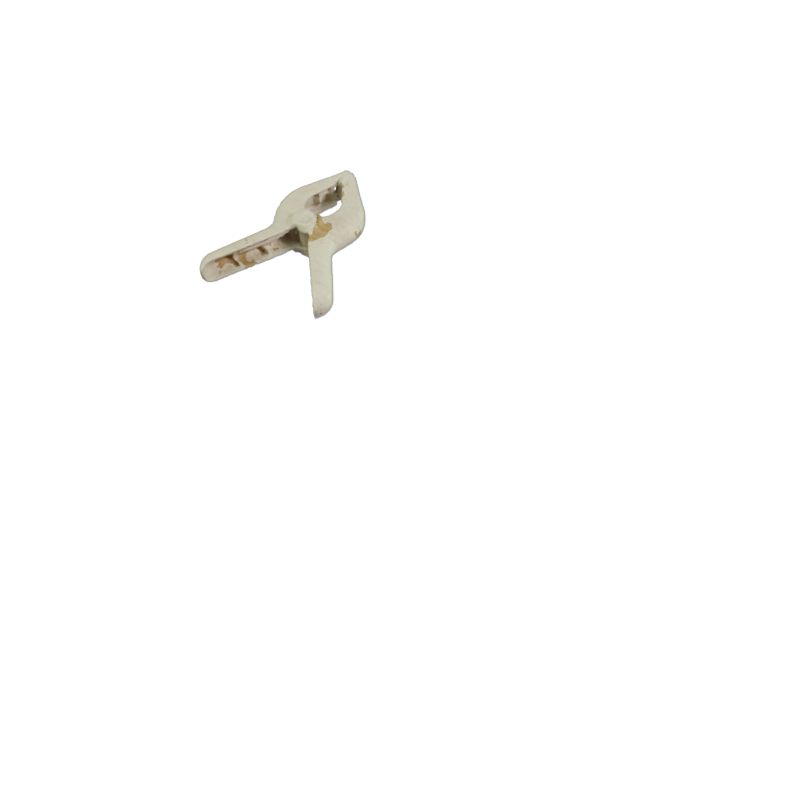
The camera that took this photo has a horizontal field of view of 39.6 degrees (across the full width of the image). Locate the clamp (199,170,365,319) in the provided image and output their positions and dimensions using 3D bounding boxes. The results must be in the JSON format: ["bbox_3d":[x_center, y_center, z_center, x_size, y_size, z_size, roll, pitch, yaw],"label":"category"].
[{"bbox_3d":[-0.074,-0.134,0.941,0.126,0.036,0.175,28,55,22],"label":"clamp"}]
